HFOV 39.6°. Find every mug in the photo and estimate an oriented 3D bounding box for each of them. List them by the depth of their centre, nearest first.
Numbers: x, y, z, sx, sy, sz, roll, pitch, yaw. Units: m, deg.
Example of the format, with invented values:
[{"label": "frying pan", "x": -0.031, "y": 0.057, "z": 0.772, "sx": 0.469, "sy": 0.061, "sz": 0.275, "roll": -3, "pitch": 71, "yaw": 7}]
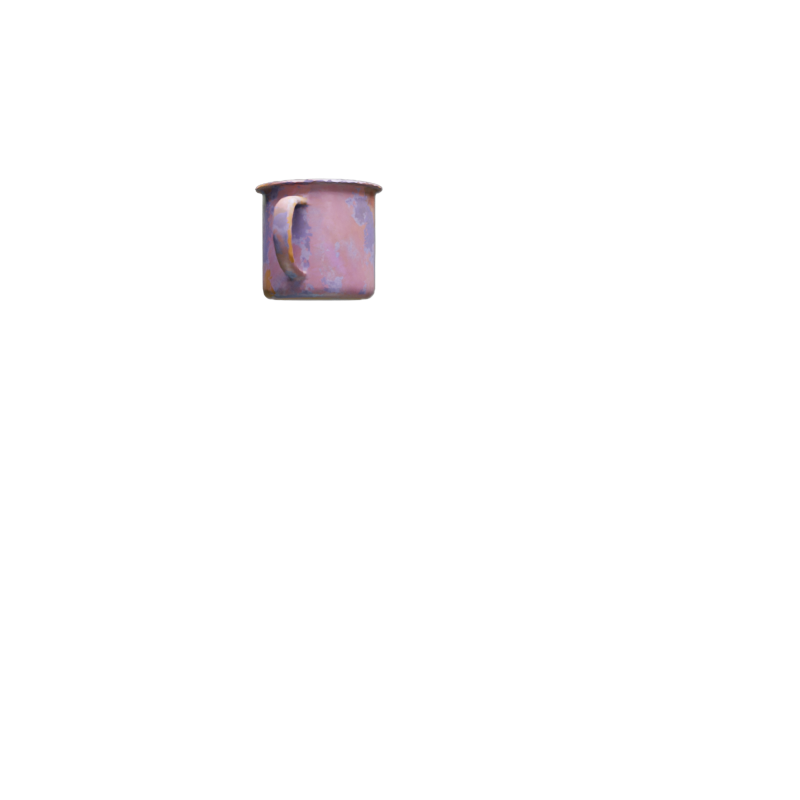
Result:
[{"label": "mug", "x": -0.062, "y": -0.113, "z": 0.792, "sx": 0.095, "sy": 0.082, "sz": 0.114, "roll": 0, "pitch": 0, "yaw": 16}]
